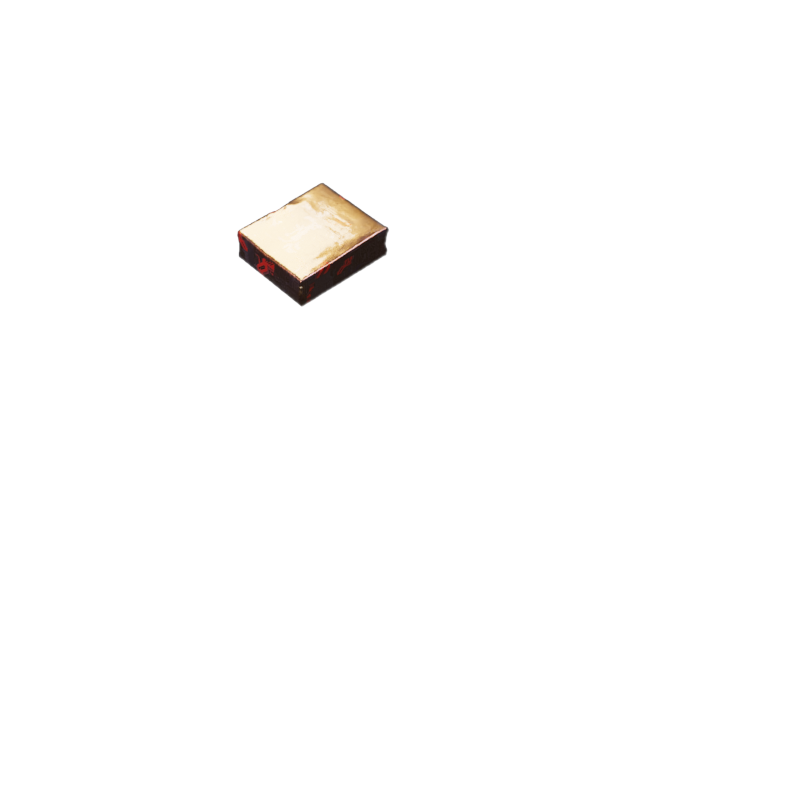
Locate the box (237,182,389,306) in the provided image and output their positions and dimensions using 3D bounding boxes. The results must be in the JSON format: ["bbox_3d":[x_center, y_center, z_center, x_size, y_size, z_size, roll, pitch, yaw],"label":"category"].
[{"bbox_3d":[-0.064,-0.118,0.825,0.090,0.028,0.078,-34,56,-29],"label":"box"}]
